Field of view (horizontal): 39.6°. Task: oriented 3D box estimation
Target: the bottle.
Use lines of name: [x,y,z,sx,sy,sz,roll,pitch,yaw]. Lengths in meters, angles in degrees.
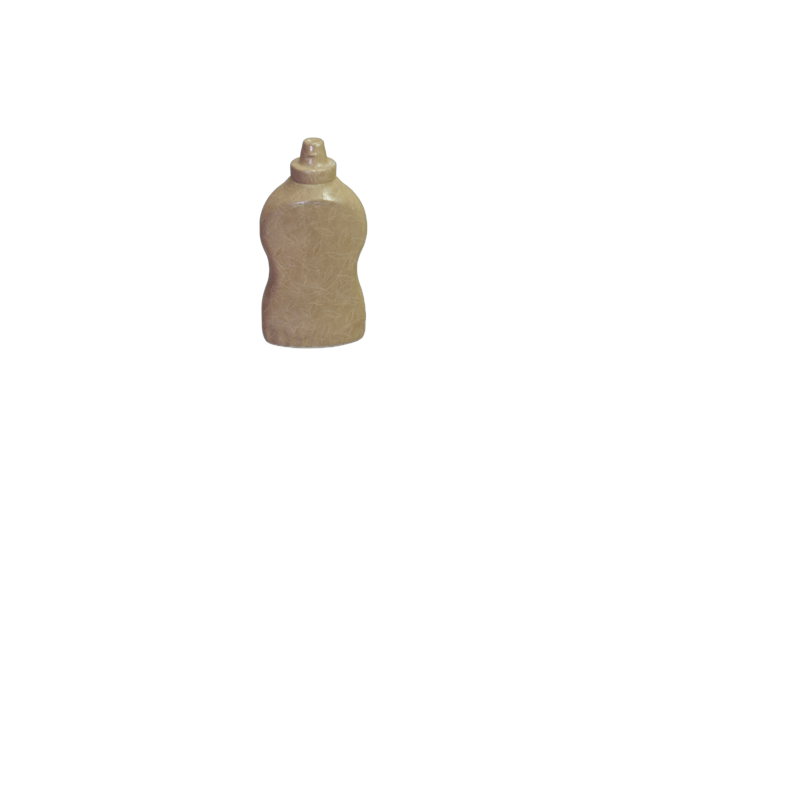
bottle: [-0.078,-0.142,0.993,0.096,0.182,0.062,0,25,-4]
